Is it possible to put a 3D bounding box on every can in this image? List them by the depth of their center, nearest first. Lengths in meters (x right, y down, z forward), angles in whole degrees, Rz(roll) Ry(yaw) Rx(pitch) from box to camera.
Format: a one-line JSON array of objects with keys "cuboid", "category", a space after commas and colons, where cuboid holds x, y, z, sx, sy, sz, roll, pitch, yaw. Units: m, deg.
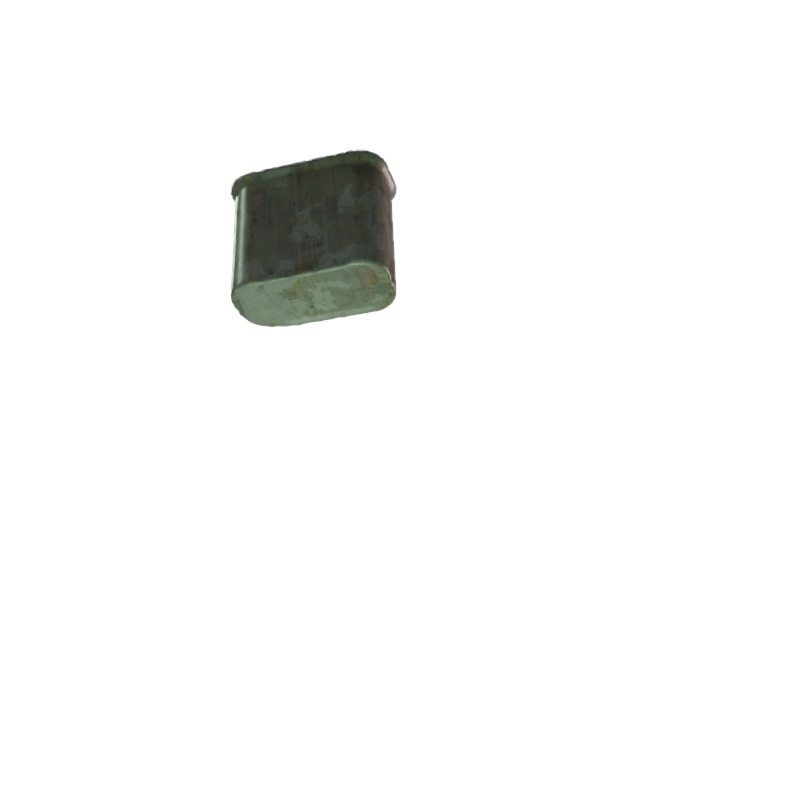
[{"cuboid": [-0.053, -0.096, 0.675, 0.103, 0.090, 0.053, -10, -34, 13], "category": "can"}]
